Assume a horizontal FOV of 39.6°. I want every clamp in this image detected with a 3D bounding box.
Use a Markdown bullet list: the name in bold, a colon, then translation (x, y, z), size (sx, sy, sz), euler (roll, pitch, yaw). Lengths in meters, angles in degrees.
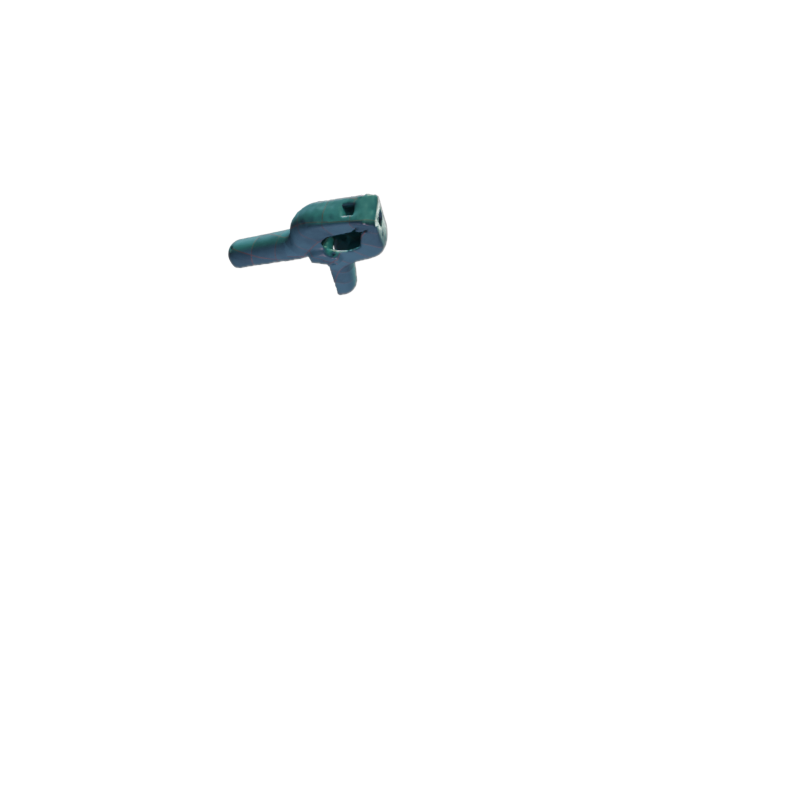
- **clamp**: translation (-0.072, -0.132, 0.922), size (0.117, 0.041, 0.168), euler (6, -18, -18)
